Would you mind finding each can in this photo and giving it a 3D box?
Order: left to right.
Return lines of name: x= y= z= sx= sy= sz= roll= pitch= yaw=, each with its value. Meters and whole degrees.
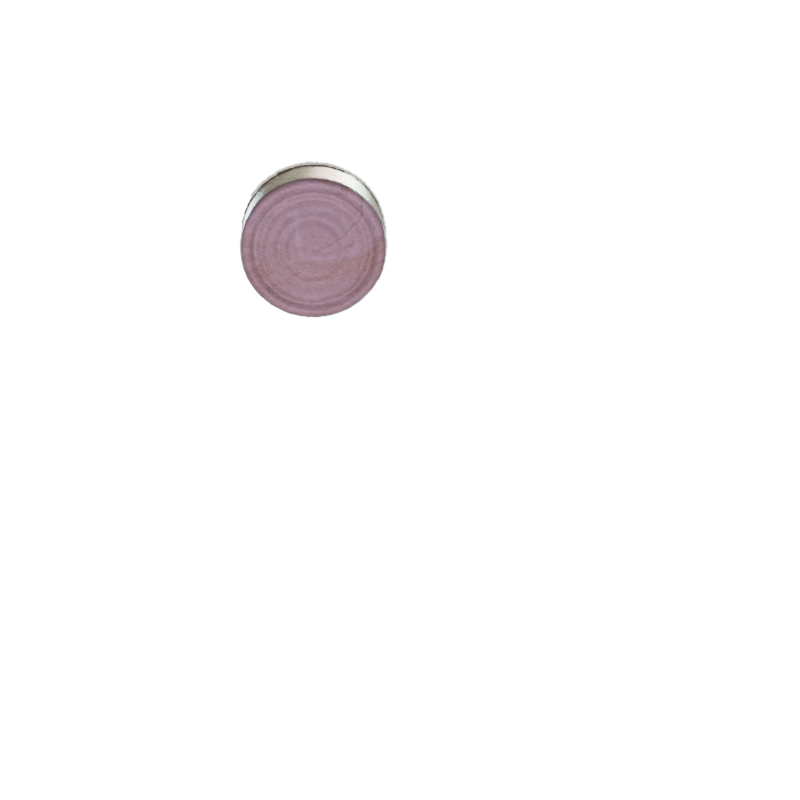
can: x=-0.051 y=-0.092 z=0.647 sx=0.086 sy=0.082 sz=0.035 roll=0 pitch=21 yaw=-1
